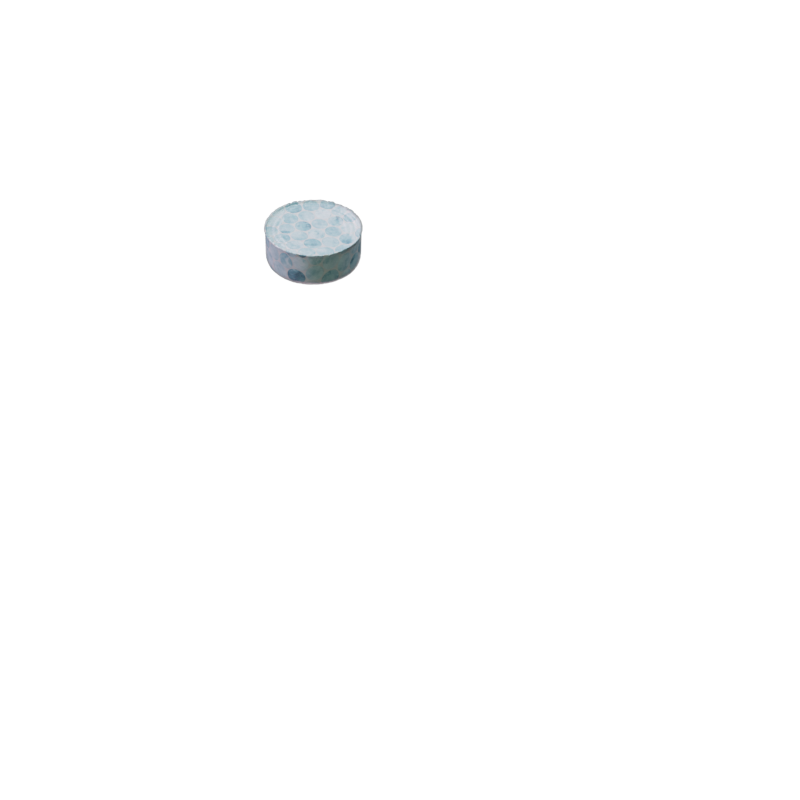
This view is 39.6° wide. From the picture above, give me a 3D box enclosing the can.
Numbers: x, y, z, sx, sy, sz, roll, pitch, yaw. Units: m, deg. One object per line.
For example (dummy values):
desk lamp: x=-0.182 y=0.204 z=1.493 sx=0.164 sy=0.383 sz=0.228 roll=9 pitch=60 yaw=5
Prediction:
can: x=-0.076 y=-0.139 z=0.974 sx=0.086 sy=0.031 sz=0.092 roll=-1 pitch=40 yaw=-2
